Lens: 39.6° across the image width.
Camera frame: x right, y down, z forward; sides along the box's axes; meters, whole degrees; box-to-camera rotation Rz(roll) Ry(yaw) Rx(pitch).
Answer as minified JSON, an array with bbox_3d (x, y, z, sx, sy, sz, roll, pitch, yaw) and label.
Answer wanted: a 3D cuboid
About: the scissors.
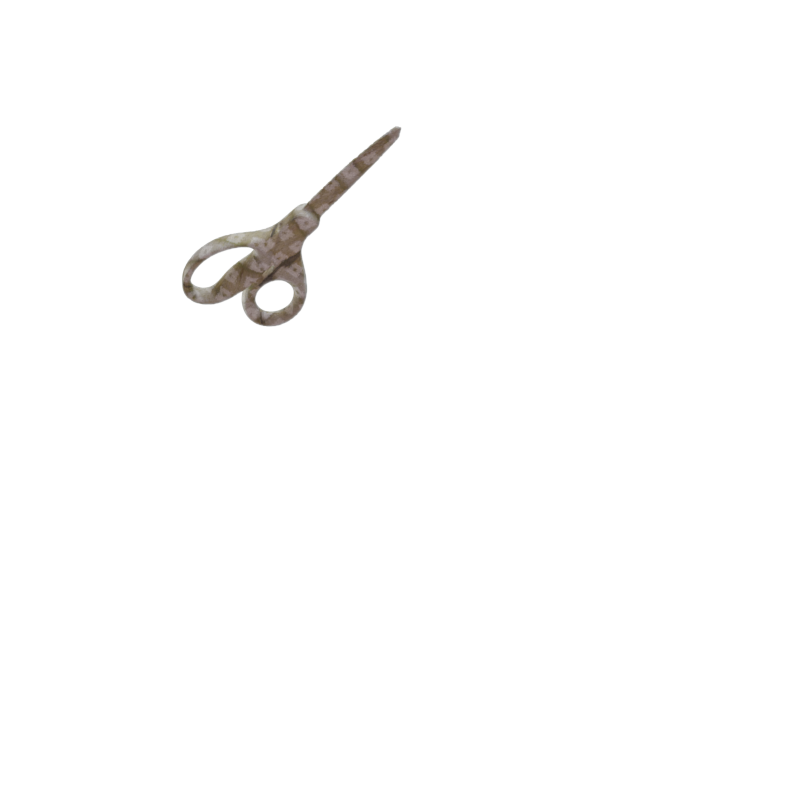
[{"bbox_3d":[-0.059,-0.108,0.754,0.202,0.017,0.089,-25,-48,24],"label":"scissors"}]
